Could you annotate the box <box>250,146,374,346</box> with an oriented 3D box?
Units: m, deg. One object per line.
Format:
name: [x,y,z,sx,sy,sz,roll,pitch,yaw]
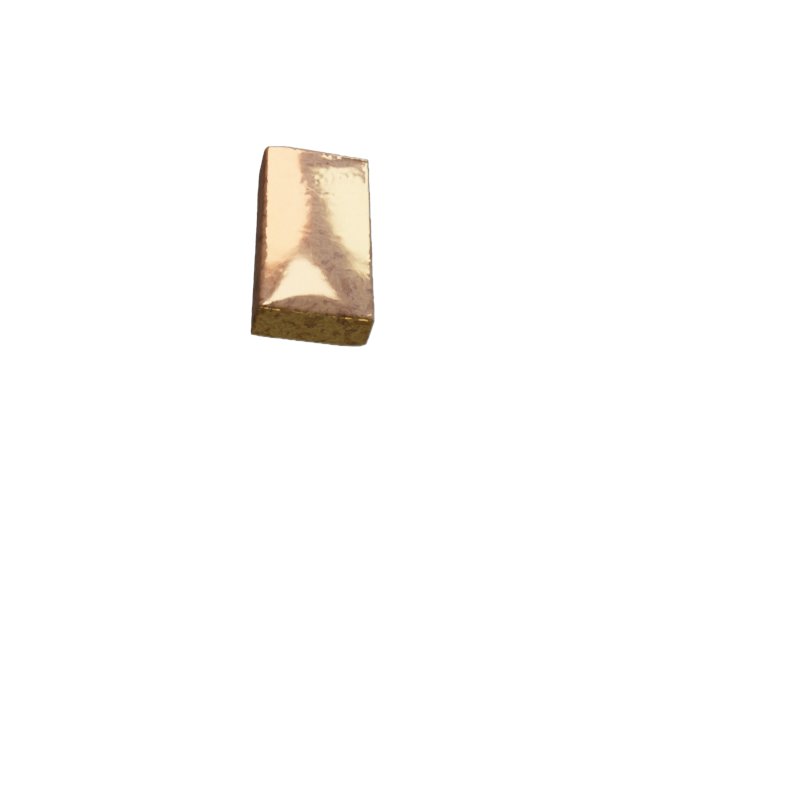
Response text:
box: [-0.071,-0.129,0.905,0.092,0.189,0.046,6,-36,-11]
